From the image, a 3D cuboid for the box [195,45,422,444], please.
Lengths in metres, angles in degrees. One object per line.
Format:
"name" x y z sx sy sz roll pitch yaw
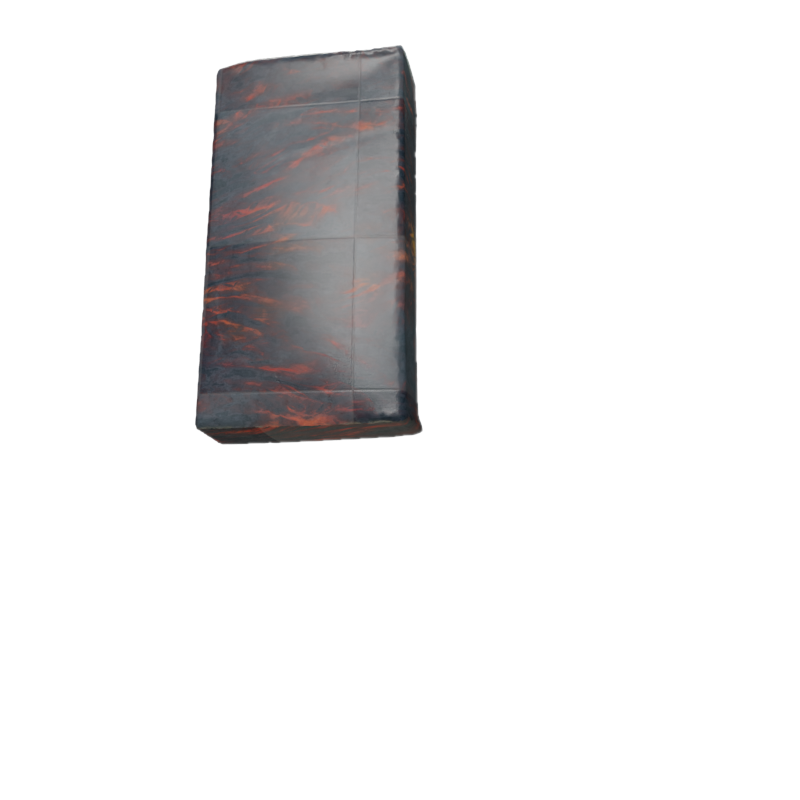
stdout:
"box" -0.040 -0.072 0.502 0.095 0.184 0.045 -5 -18 11
